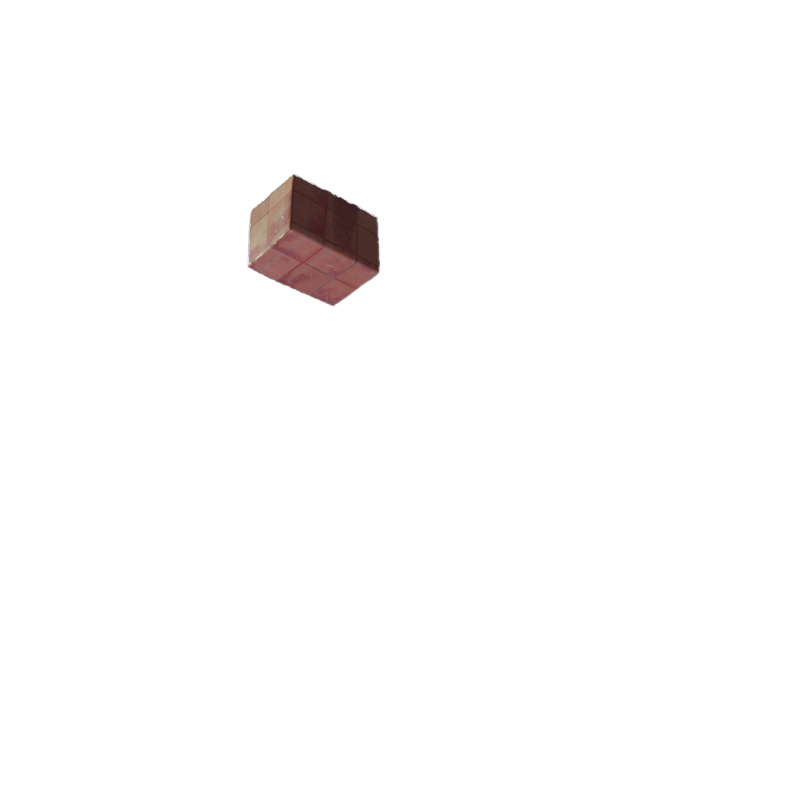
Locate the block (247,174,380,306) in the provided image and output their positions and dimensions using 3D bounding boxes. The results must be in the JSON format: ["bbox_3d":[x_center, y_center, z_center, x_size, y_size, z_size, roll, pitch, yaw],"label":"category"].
[{"bbox_3d":[-0.060,-0.109,0.765,0.074,0.055,0.052,24,-42,-32],"label":"block"}]
